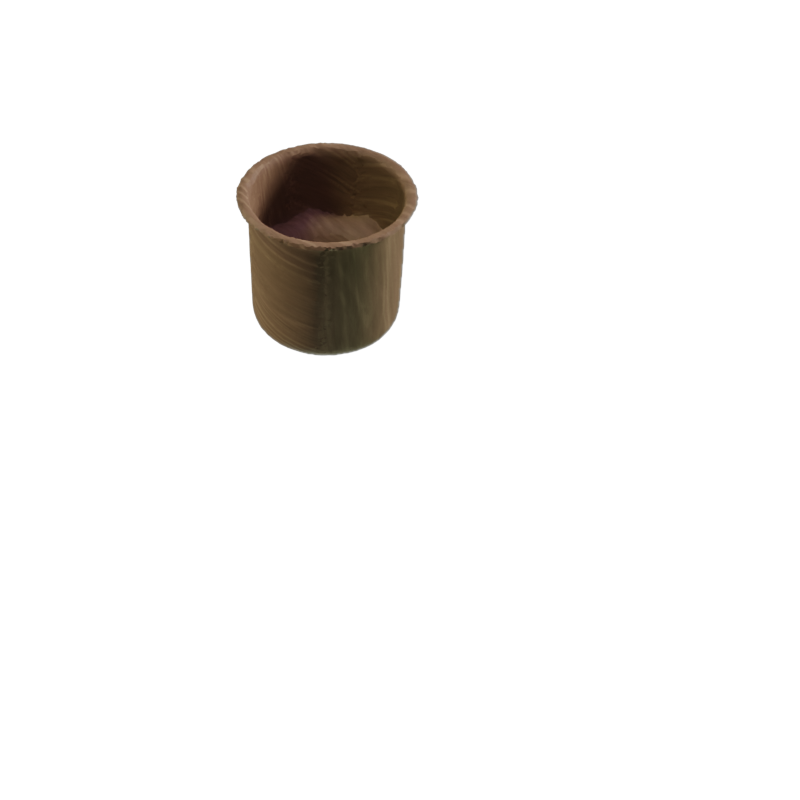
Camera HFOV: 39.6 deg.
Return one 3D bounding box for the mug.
[{"bbox_3d":[-0.047,-0.086,0.599,0.093,0.076,0.126,-27,49,-27],"label":"mug"}]
